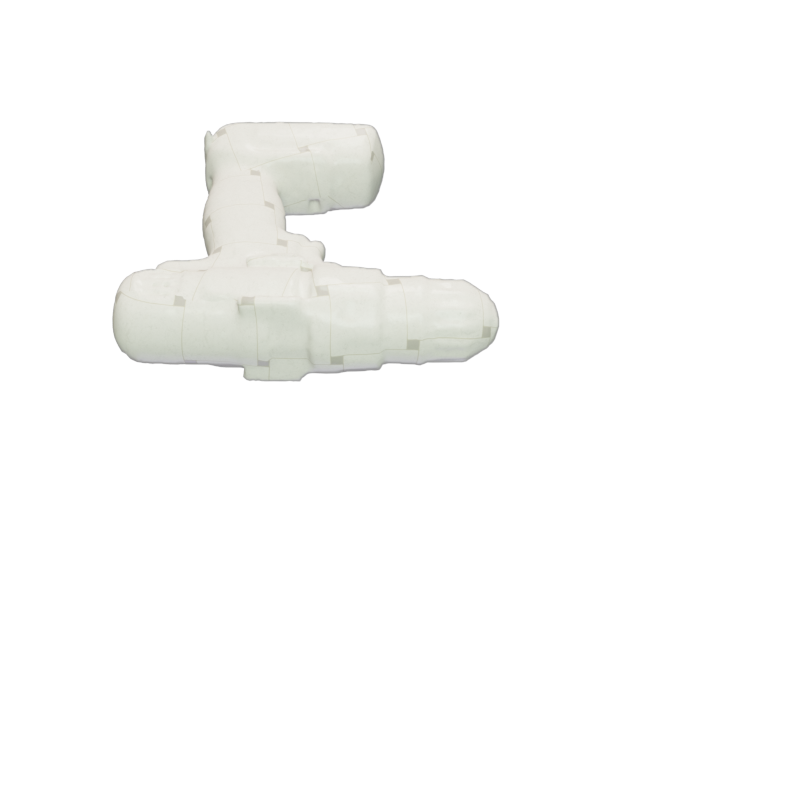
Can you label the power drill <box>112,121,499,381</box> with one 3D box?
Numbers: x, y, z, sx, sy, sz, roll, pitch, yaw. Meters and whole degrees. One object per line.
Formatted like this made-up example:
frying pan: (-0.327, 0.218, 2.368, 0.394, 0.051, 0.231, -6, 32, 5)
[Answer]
power drill: (-0.046, -0.084, 0.589, 0.185, 0.054, 0.200, 1, 37, 1)
